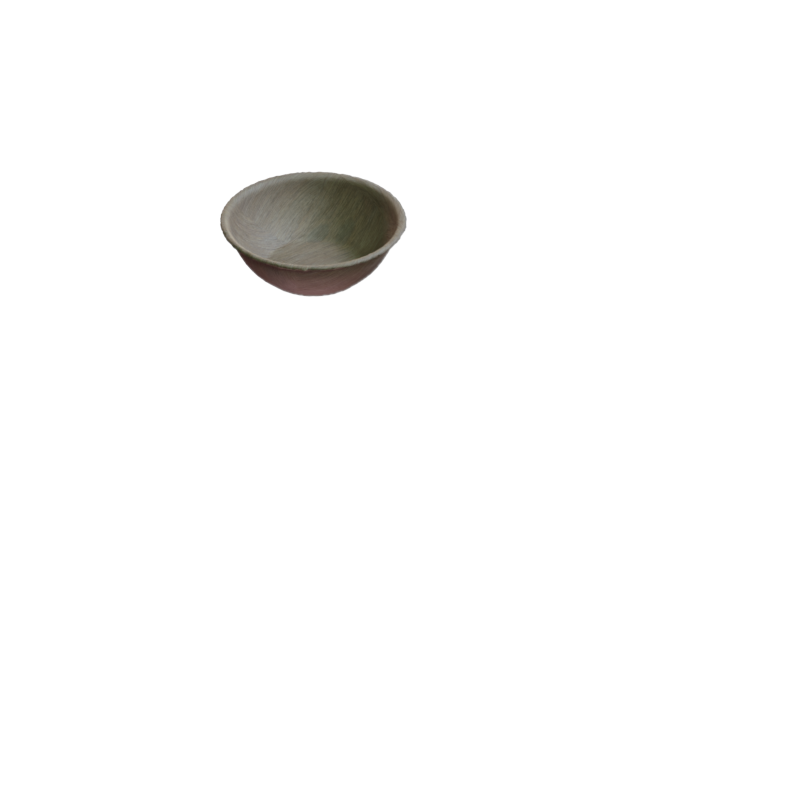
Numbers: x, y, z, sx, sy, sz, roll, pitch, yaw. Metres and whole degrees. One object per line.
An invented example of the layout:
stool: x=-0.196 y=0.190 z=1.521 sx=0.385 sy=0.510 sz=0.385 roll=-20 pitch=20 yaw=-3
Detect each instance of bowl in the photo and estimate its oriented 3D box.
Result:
bowl: x=-0.076 y=-0.139 z=0.974 sx=0.162 sy=0.051 sz=0.174 roll=-1 pitch=38 yaw=-2
